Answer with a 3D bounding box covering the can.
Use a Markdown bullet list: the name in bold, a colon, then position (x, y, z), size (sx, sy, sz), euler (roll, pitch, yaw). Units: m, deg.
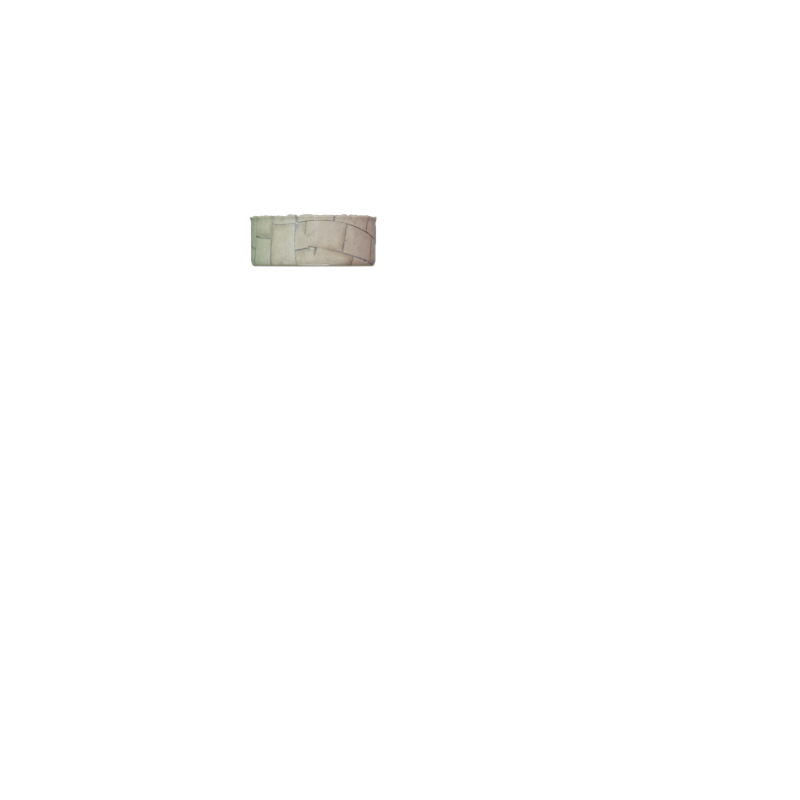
- **can**: position (-0.059, -0.107, 0.748), size (0.086, 0.033, 0.087), euler (0, 6, -2)
